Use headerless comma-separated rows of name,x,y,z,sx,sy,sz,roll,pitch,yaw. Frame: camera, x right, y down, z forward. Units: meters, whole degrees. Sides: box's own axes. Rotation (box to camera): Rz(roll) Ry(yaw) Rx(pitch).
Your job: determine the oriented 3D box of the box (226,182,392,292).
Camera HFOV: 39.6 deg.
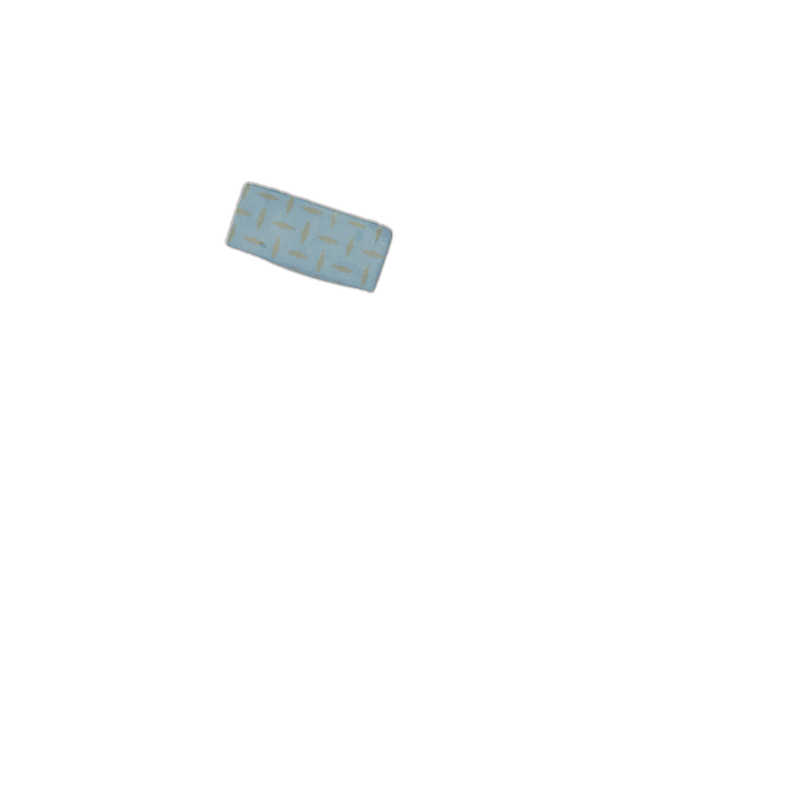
box,-0.056,-0.104,0.725,0.093,0.048,0.177,18,2,-4
